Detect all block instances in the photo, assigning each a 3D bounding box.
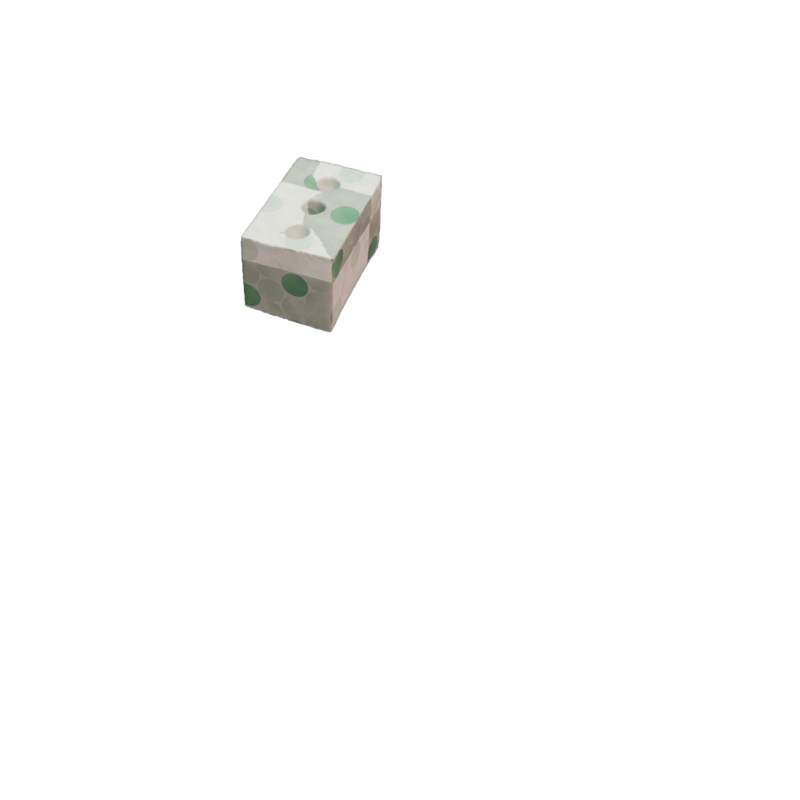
[{"bbox_3d":[-0.047,-0.086,0.602,0.054,0.048,0.081,14,46,12],"label":"block"}]
